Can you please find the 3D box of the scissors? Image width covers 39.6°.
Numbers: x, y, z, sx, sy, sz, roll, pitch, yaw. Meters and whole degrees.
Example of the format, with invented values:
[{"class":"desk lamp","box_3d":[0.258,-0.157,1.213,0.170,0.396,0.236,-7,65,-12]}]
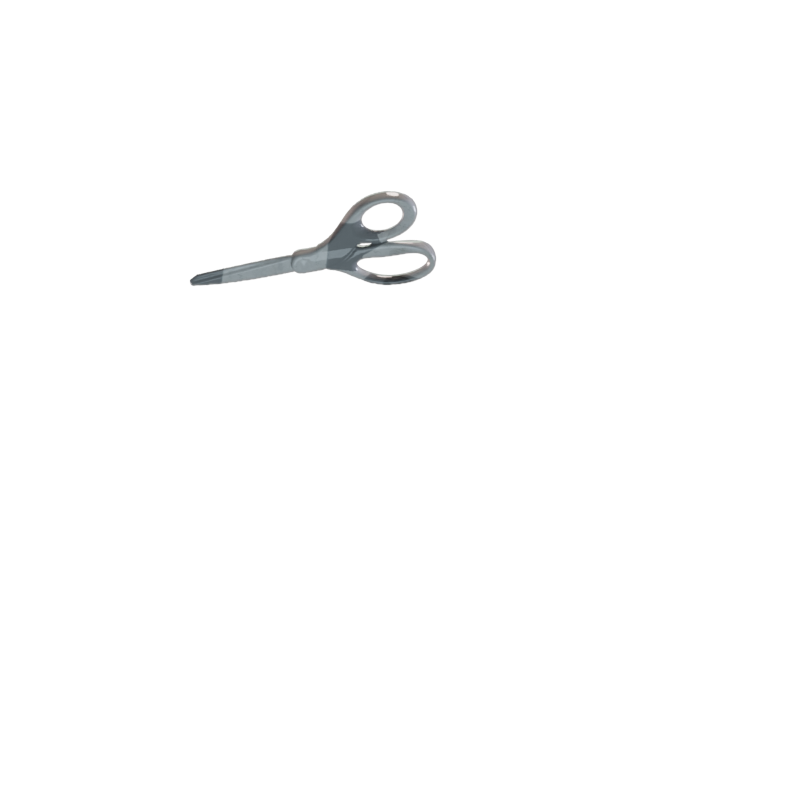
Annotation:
[{"class":"scissors","box_3d":[-0.070,-0.128,0.897,0.201,0.090,0.017,2,38,-2]}]
